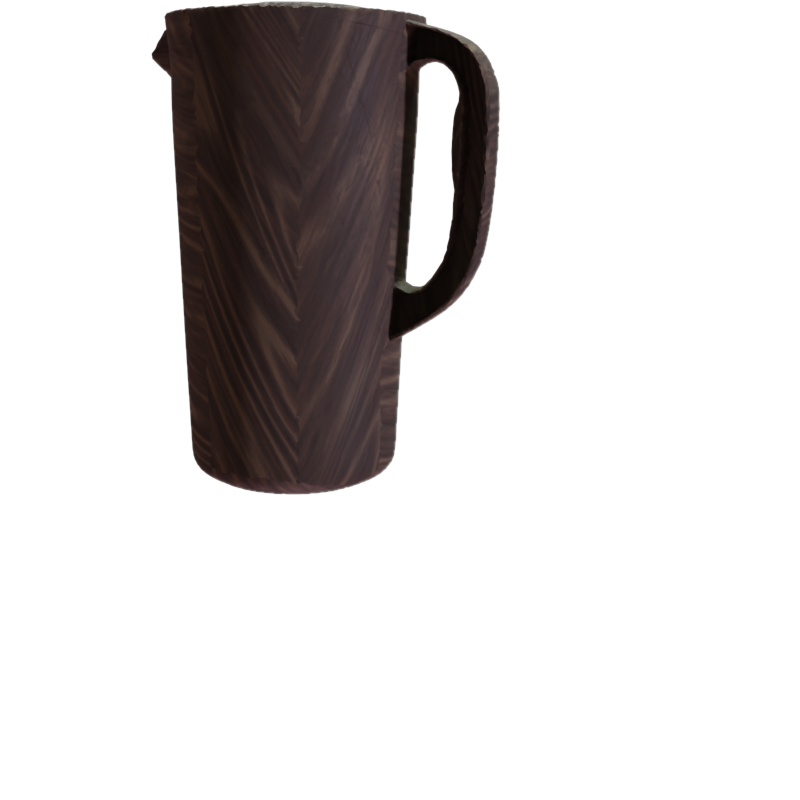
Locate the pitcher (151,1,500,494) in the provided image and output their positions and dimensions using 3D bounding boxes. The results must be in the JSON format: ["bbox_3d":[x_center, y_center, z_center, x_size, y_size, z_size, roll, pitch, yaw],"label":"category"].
[{"bbox_3d":[-0.045,-0.082,0.571,0.141,0.239,0.156,-3,10,-23],"label":"pitcher"}]
